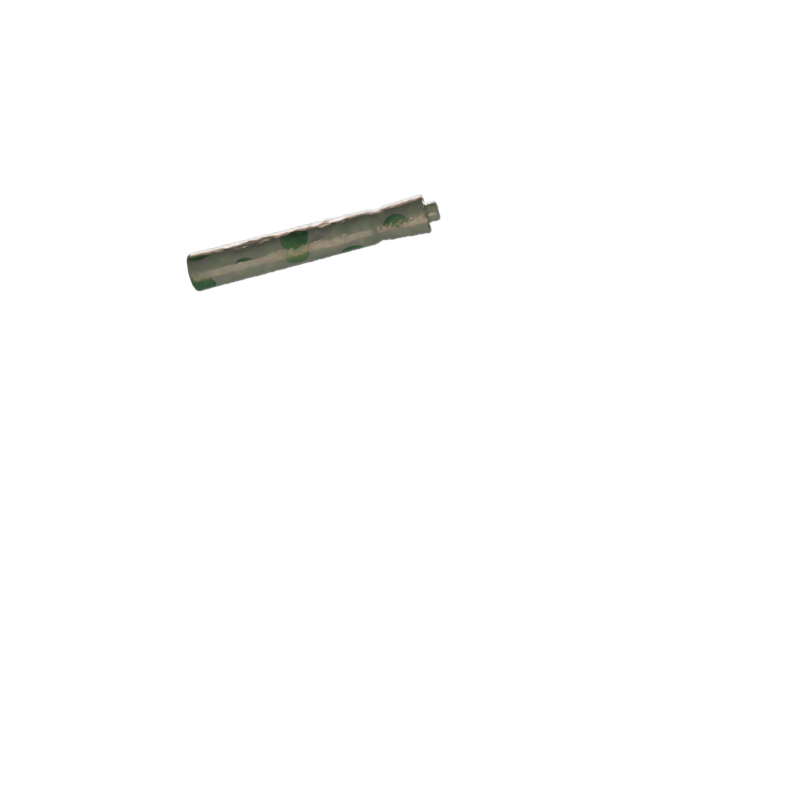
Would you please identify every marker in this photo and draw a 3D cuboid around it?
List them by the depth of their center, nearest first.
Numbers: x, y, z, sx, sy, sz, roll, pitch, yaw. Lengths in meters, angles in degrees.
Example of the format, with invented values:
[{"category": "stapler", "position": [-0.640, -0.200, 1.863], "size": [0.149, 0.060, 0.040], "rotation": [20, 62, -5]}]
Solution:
[{"category": "marker", "position": [-0.041, -0.075, 0.523], "size": [0.122, 0.020, 0.020], "rotation": [-13, 2, 9]}]
